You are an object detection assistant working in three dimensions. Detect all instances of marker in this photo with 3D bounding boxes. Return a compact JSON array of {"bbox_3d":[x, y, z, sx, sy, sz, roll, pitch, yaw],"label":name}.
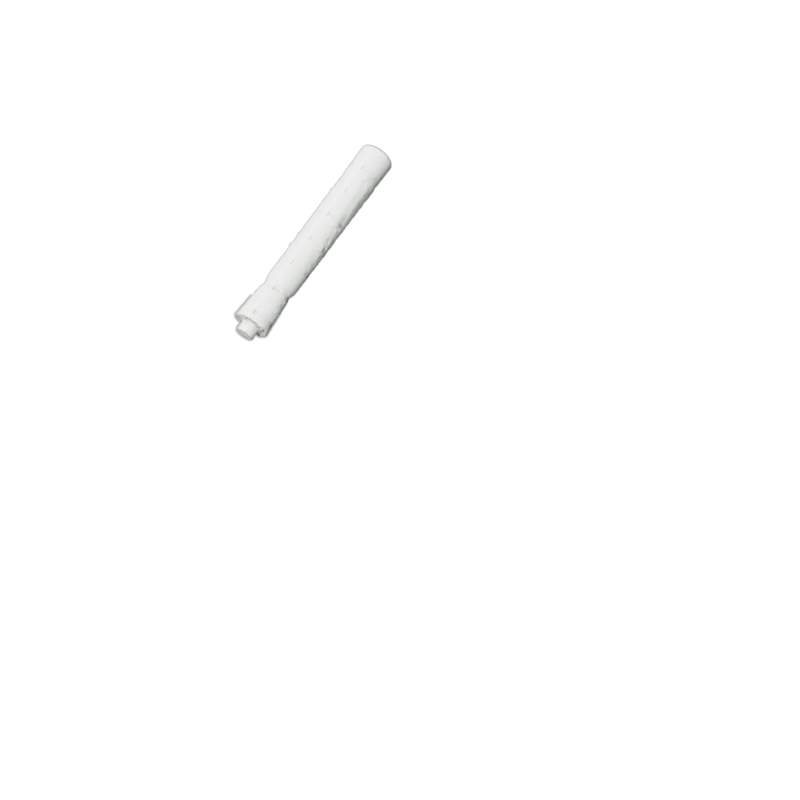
[{"bbox_3d":[-0.044,-0.079,0.557,0.020,0.124,0.019,30,-22,10],"label":"marker"}]
